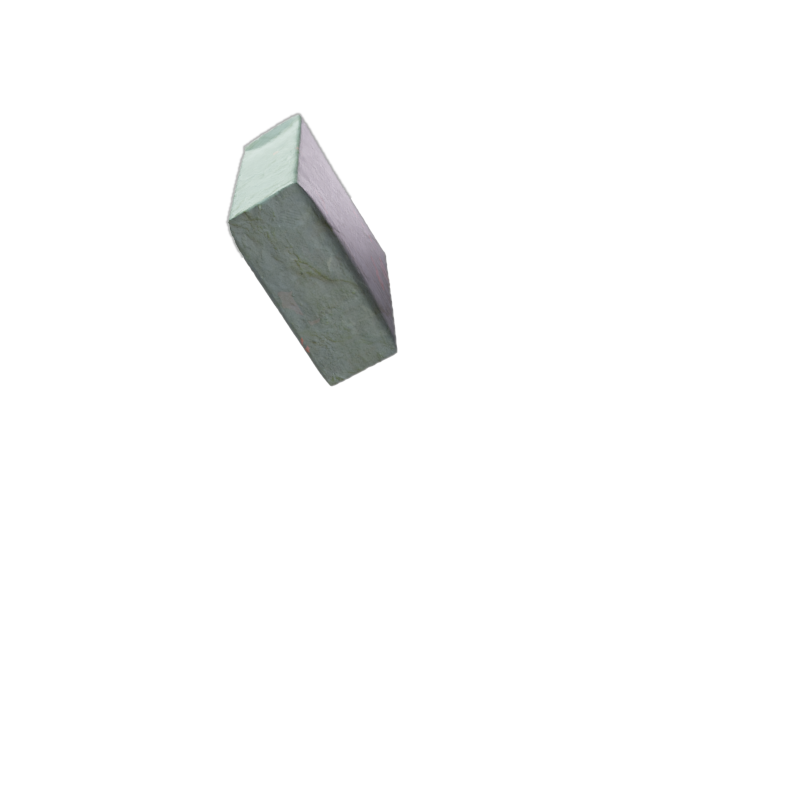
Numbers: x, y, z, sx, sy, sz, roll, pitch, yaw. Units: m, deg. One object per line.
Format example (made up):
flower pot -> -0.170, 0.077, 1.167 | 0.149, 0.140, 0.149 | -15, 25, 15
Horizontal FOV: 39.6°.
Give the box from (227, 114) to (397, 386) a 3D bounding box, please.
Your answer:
box -> -0.074, -0.135, 0.946 | 0.072, 0.156, 0.225 | -28, 24, 10
